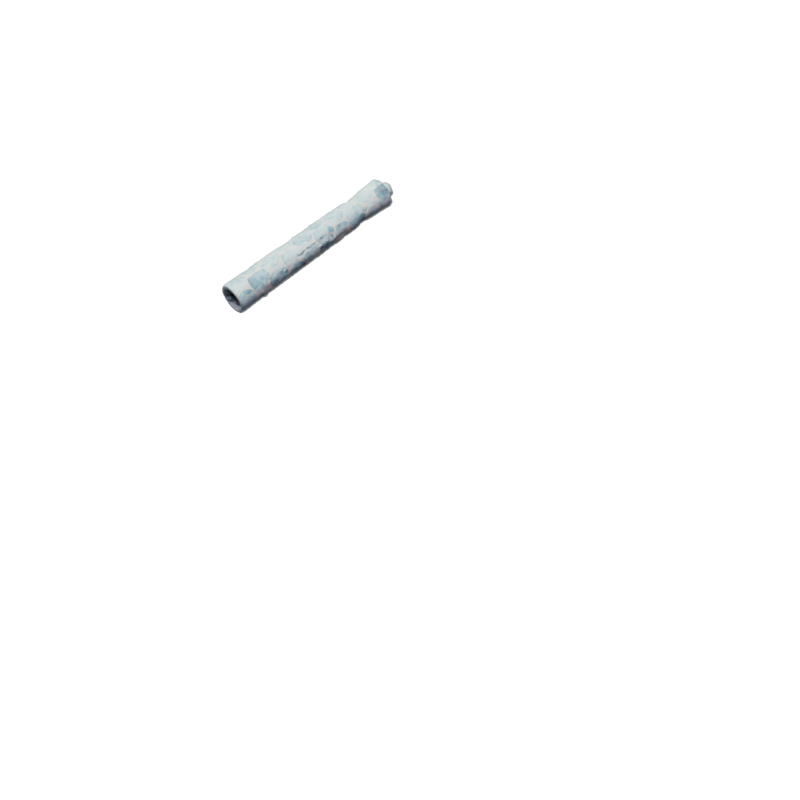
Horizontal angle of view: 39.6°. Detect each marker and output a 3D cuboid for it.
[{"bbox_3d":[-0.050,-0.091,0.635,0.122,0.019,0.020,-39,22,-24],"label":"marker"}]
